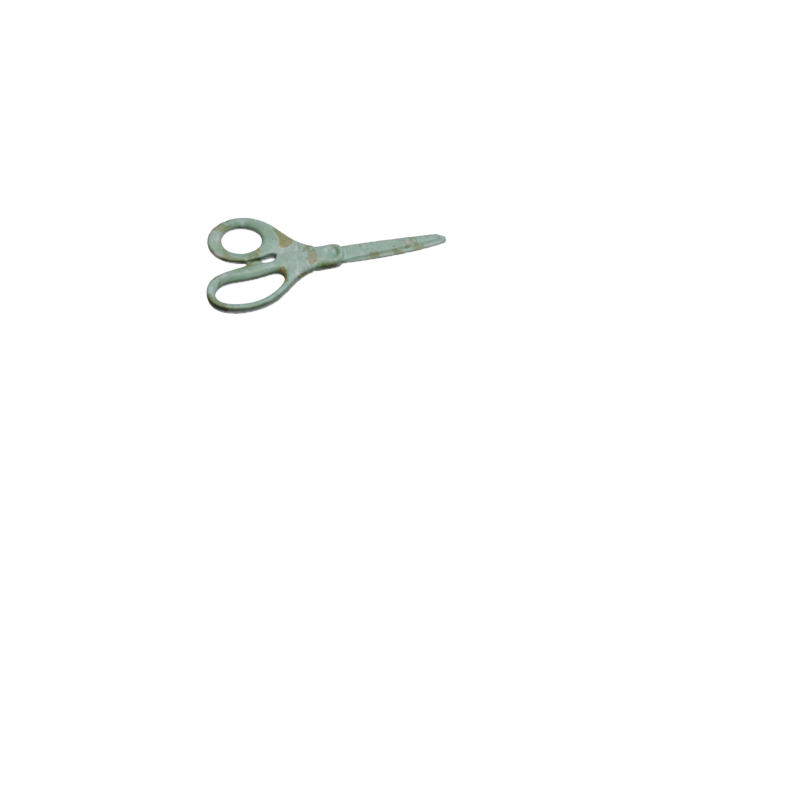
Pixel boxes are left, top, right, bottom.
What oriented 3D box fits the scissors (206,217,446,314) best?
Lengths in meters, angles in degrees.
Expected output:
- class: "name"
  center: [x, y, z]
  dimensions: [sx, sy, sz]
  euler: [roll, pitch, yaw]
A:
- class: "scissors"
  center: [-0.072, -0.132, 0.924]
  dimensions: [0.201, 0.103, 0.015]
  euler: [-24, -28, -14]
